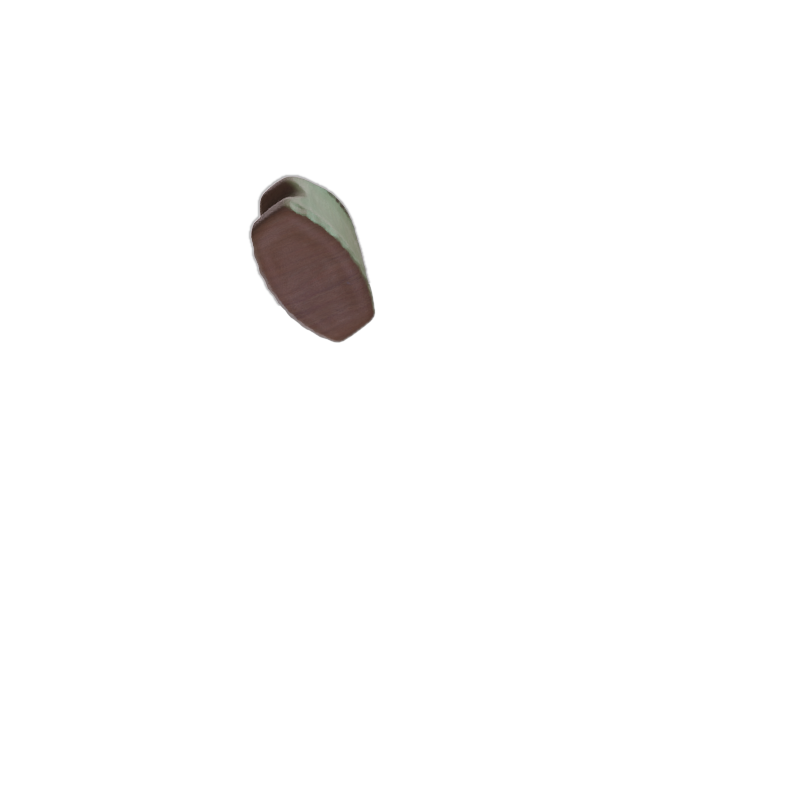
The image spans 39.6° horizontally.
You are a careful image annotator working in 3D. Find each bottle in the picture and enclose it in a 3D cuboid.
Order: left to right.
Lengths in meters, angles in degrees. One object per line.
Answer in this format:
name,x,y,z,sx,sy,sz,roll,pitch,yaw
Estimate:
bottle,-0.062,-0.113,0.791,0.058,0.092,0.200,-38,18,10
